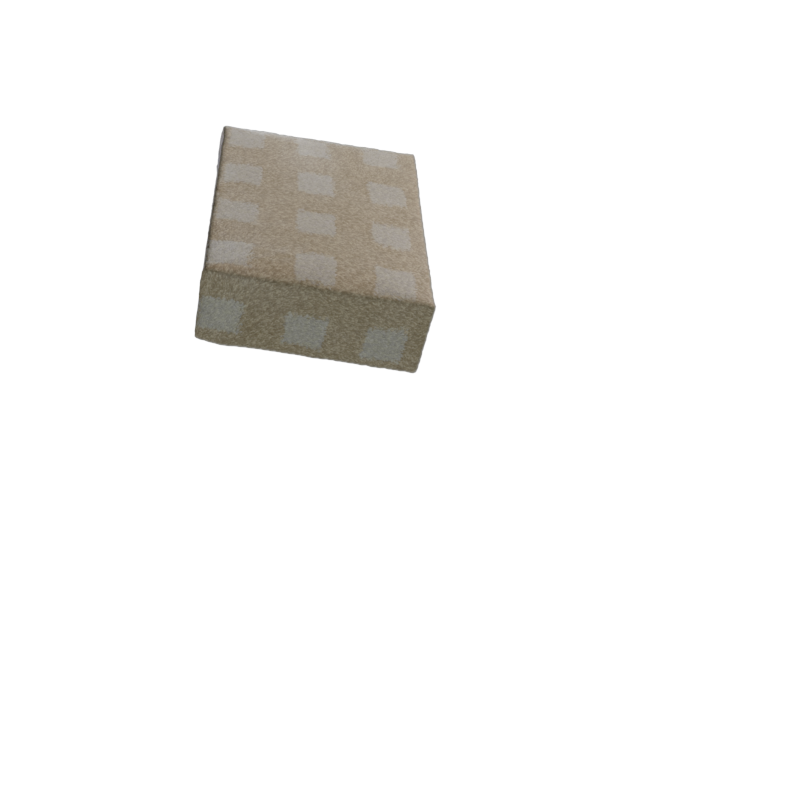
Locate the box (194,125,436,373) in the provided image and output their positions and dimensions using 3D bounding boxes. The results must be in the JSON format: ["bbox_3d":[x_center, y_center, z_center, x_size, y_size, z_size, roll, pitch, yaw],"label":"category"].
[{"bbox_3d":[-0.067,-0.122,0.853,0.162,0.068,0.229,7,37,-8],"label":"box"}]
